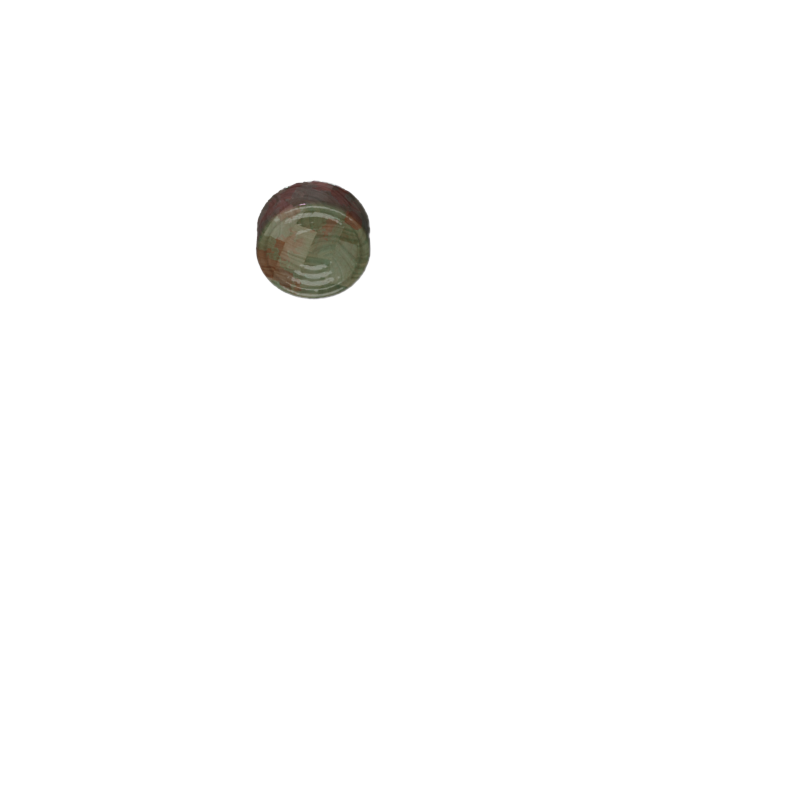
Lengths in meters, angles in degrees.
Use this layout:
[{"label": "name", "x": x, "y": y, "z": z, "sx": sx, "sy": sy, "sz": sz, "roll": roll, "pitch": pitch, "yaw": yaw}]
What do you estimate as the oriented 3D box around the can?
[{"label": "can", "x": -0.065, "y": -0.118, "z": 0.825, "sx": 0.086, "sy": 0.080, "sz": 0.036, "roll": 1, "pitch": 35, "yaw": -1}]
